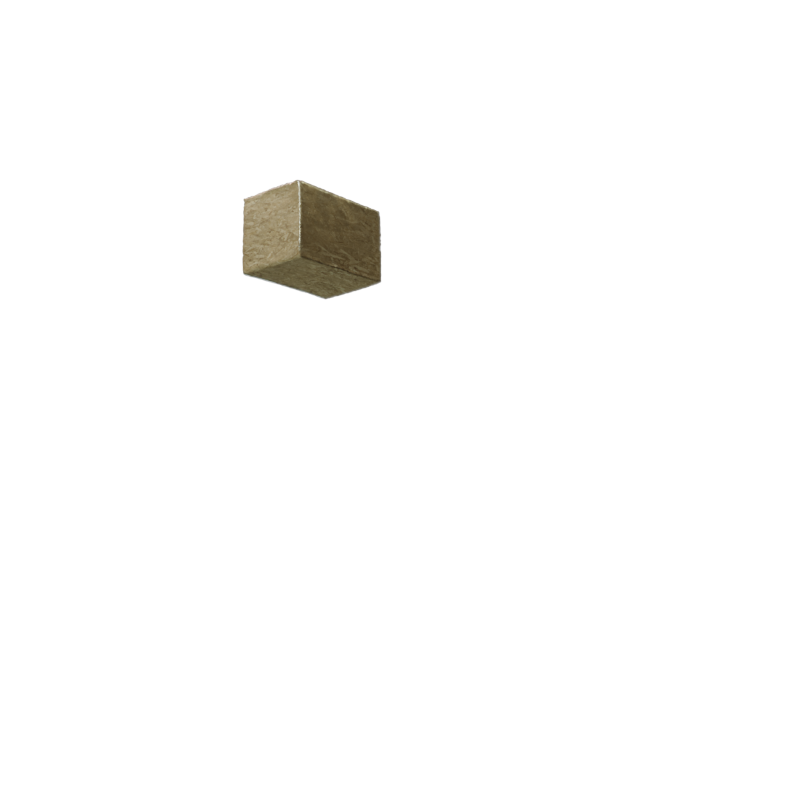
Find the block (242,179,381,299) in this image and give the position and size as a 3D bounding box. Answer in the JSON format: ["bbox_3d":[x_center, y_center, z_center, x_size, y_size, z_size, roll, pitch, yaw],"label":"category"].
[{"bbox_3d":[-0.056,-0.101,0.710,0.054,0.053,0.073,-14,-19,39],"label":"block"}]
